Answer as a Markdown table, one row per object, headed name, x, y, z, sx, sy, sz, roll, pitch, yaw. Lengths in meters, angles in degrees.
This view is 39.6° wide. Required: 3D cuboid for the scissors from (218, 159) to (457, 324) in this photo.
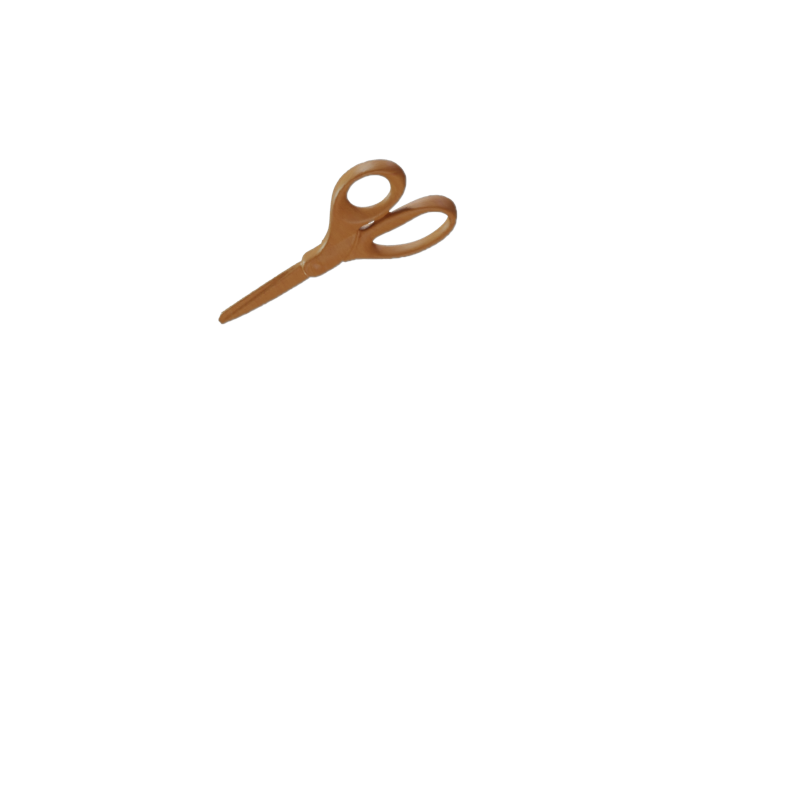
| name | x | y | z | sx | sy | sz | roll | pitch | yaw |
| --- | --- | --- | --- | --- | --- | --- | --- | --- | --- |
| scissors | -0.061 | -0.111 | 0.777 | 0.203 | 0.017 | 0.089 | -16 | -44 | 18 |
